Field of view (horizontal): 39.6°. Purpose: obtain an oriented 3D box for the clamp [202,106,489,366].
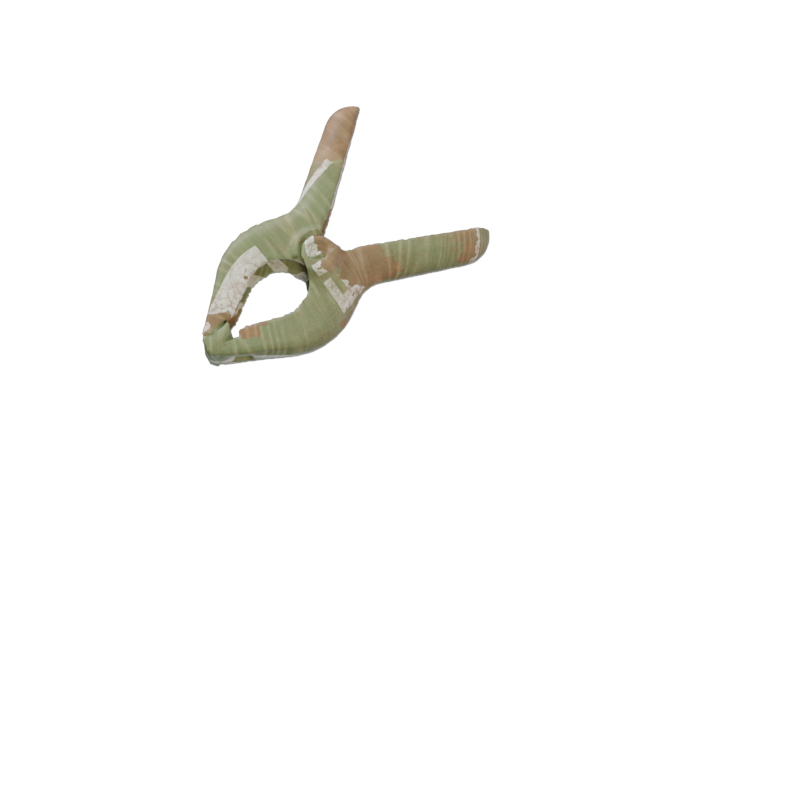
[{"bbox_3d":[-0.049,-0.089,0.626,0.172,0.127,0.037,-33,-22,-15],"label":"clamp"}]
